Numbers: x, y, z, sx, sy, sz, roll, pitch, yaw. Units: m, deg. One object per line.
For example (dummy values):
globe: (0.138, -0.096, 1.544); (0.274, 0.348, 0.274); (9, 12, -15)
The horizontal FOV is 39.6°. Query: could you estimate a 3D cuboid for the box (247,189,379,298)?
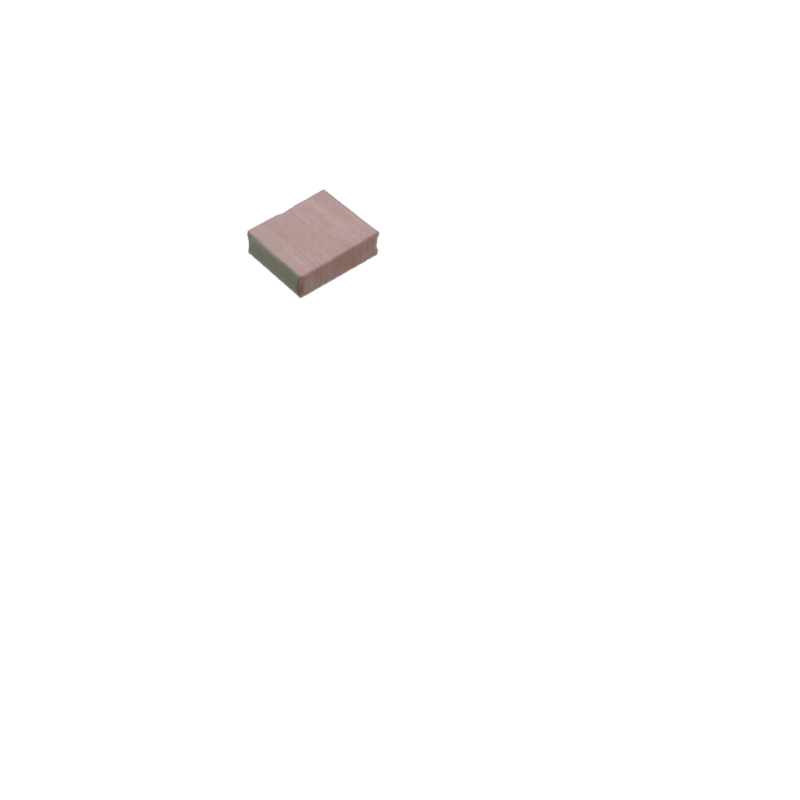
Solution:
box: (-0.074, -0.135, 0.946); (0.089, 0.028, 0.078); (-32, 55, -27)
